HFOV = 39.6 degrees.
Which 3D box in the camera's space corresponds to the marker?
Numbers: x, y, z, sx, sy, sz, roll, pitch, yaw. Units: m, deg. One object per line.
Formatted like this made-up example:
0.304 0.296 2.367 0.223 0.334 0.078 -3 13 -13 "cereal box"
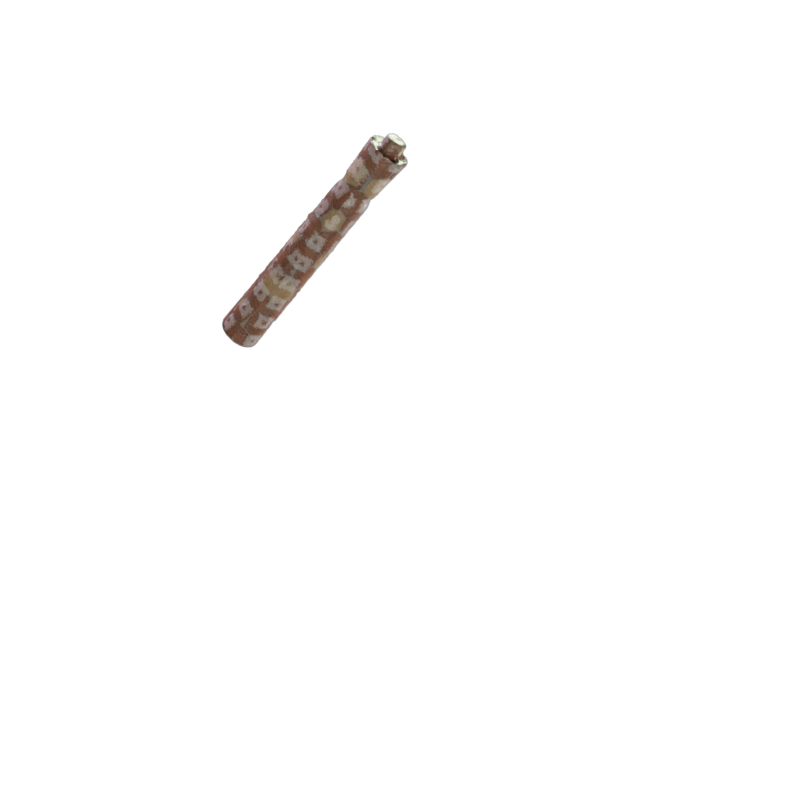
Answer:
-0.037 -0.068 0.475 0.118 0.021 0.019 -46 -24 29 "marker"
